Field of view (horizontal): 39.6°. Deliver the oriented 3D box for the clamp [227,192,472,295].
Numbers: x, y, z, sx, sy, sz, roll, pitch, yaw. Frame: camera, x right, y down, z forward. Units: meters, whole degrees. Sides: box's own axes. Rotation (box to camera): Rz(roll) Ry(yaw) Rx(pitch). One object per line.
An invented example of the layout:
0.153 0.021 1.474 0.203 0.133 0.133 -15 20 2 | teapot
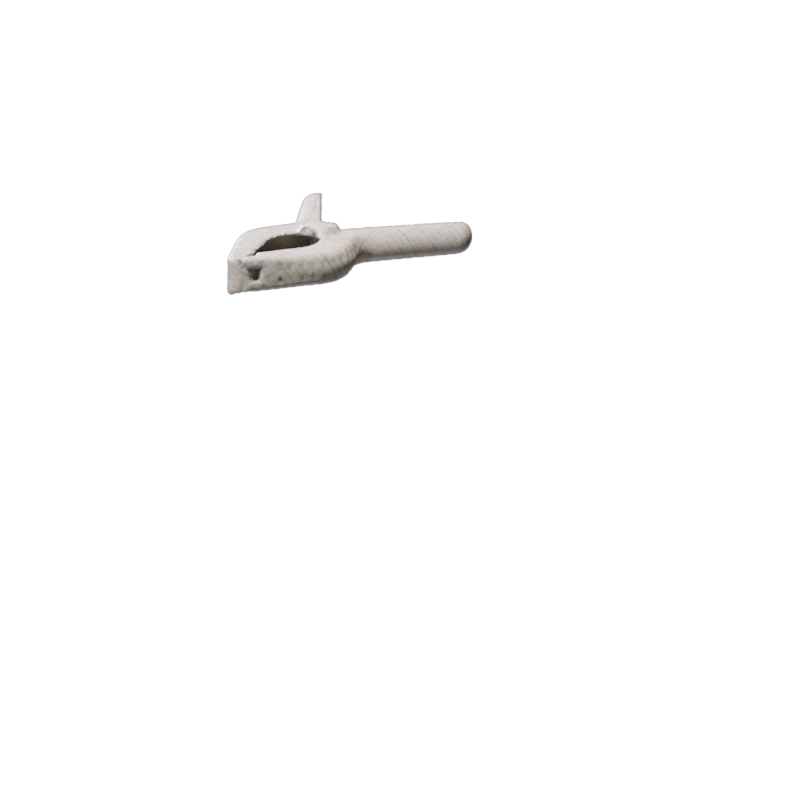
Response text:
-0.068 -0.124 0.871 0.174 0.035 0.207 20 30 38 | clamp
